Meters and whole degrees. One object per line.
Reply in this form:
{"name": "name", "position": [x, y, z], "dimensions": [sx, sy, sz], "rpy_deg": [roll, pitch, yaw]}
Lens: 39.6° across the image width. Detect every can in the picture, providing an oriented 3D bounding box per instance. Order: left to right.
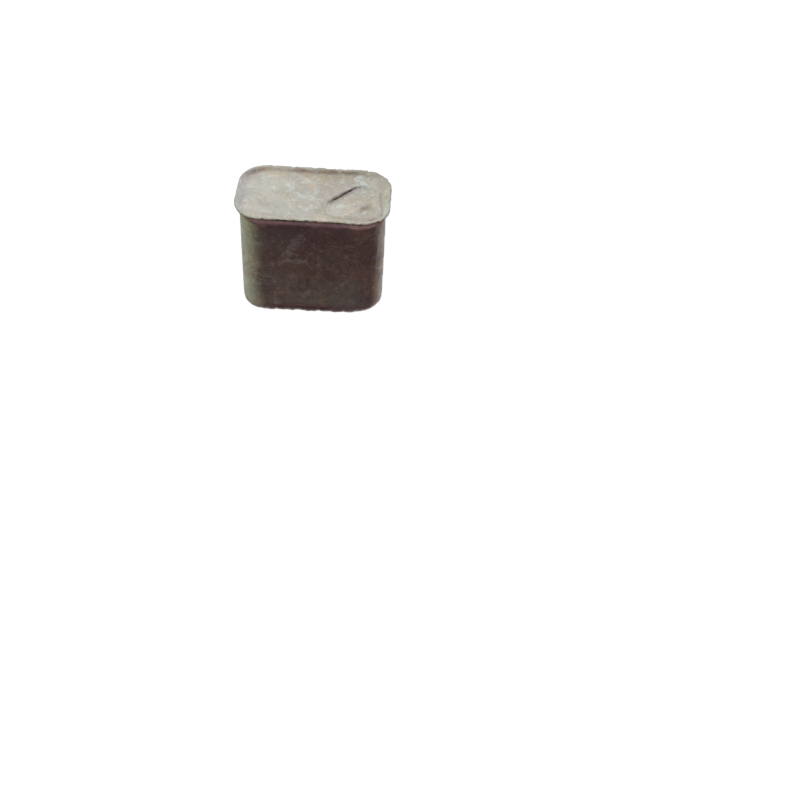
{"name": "can", "position": [-0.059, -0.107, 0.751], "dimensions": [0.102, 0.078, 0.061], "rpy_deg": [4, 44, 2]}
